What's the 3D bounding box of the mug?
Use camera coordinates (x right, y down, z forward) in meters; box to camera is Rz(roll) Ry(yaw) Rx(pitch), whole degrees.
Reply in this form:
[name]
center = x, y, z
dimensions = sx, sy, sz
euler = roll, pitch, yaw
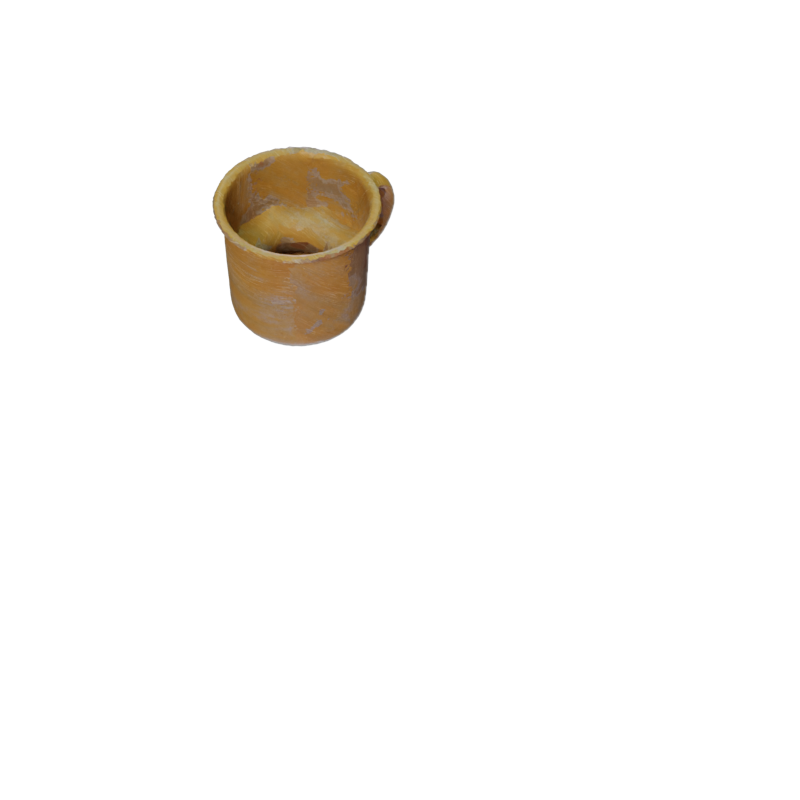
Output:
[mug]
center = -0.050, -0.092, 0.644
dimensions = 0.118, 0.076, 0.099
euler = -35, 59, -27
